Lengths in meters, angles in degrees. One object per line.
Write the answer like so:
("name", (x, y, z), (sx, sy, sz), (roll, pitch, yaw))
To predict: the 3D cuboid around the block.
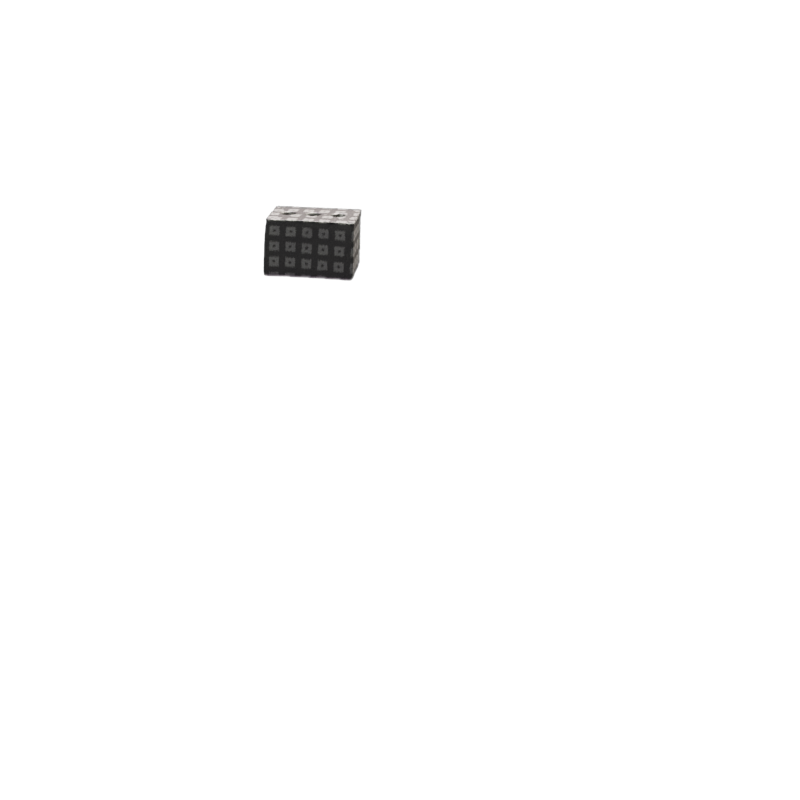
("block", (-0.075, -0.137, 0.958), (0.079, 0.049, 0.054), (3, 20, 7))
